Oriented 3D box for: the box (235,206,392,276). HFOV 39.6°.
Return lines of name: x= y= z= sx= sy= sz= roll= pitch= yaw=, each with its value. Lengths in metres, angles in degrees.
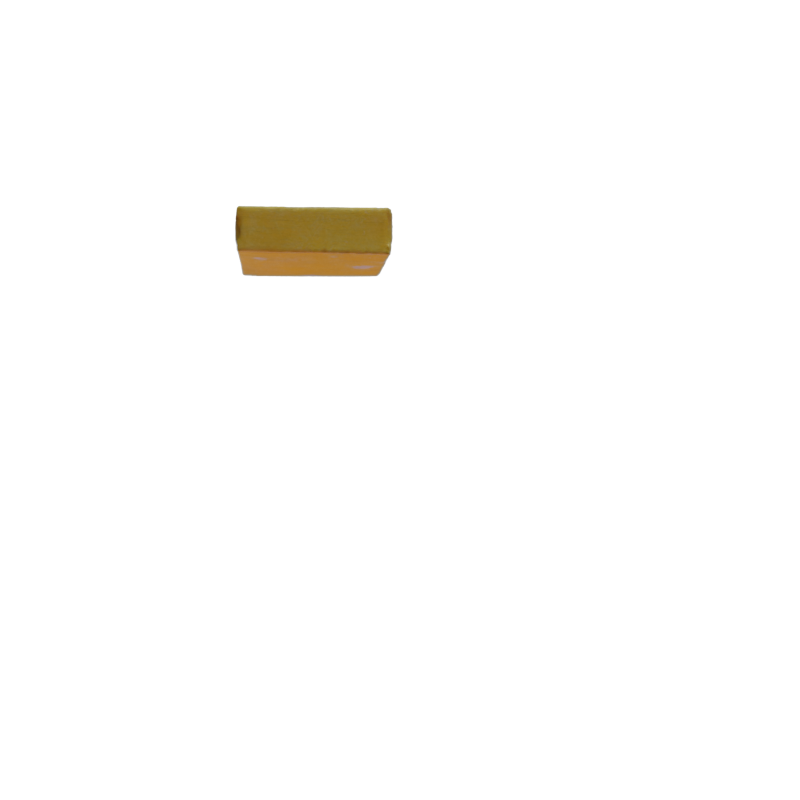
box: x=-0.051 y=-0.094 z=0.657 sx=0.089 sy=0.031 sz=0.072 roll=0 pitch=-5 yaw=-2
